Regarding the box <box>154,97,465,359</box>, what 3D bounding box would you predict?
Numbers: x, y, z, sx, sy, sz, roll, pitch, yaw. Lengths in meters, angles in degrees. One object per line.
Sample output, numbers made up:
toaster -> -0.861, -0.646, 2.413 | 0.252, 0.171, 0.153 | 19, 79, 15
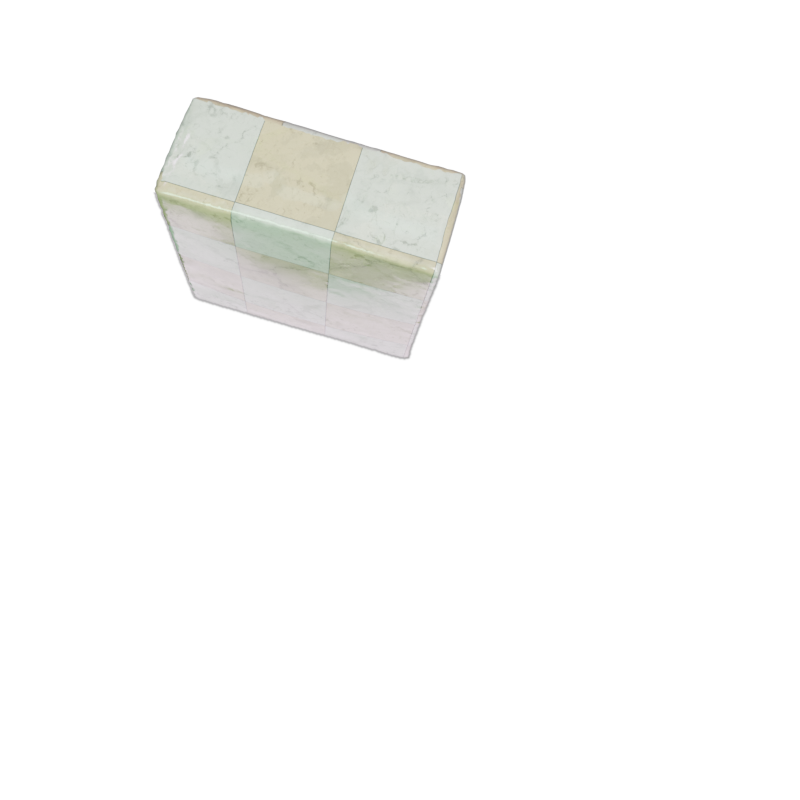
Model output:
box -> -0.055, -0.101, 0.705 | 0.165, 0.074, 0.206 | 17, -13, 2
